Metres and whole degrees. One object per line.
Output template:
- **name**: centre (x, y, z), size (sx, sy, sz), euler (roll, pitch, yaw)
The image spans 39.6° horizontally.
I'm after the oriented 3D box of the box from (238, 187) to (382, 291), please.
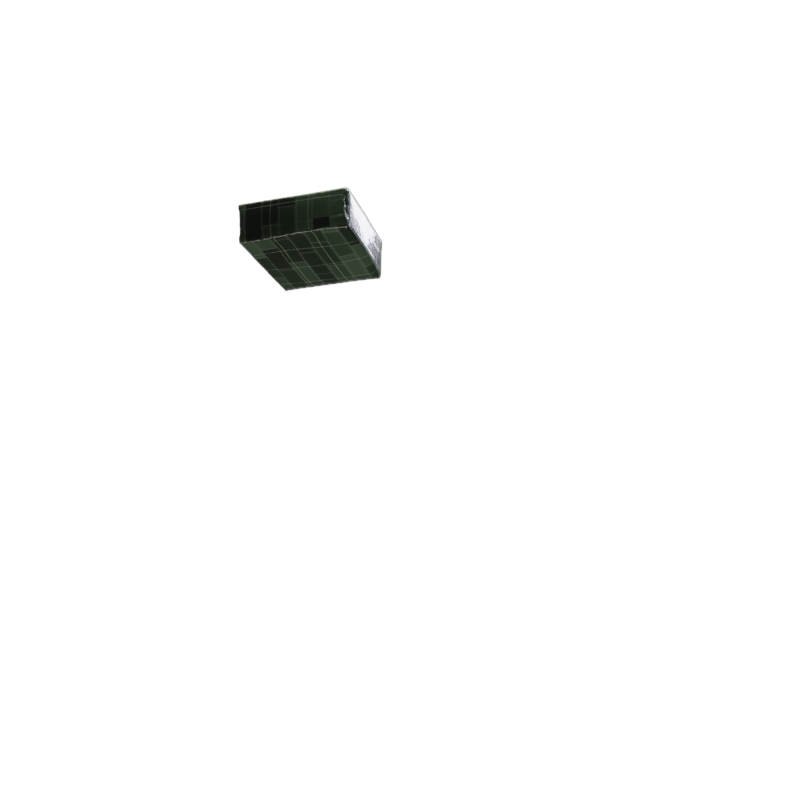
- **box**: centre (-0.070, -0.128, 0.895), size (0.091, 0.041, 0.106), euler (-5, -20, 14)
